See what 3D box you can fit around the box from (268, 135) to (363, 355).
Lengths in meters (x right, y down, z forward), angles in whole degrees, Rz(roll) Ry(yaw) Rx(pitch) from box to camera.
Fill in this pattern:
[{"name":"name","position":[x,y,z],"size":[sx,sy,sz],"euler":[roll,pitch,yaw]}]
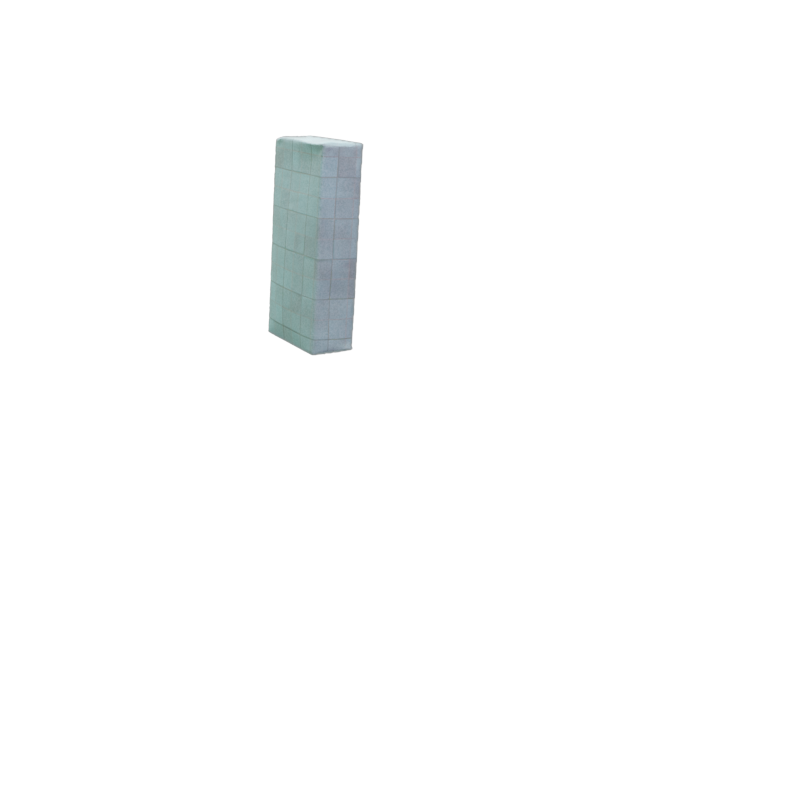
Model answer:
[{"name":"box","position":[-0.074,-0.135,0.944],"size":[0.047,0.172,0.098],"euler":[-5,12,-29]}]
